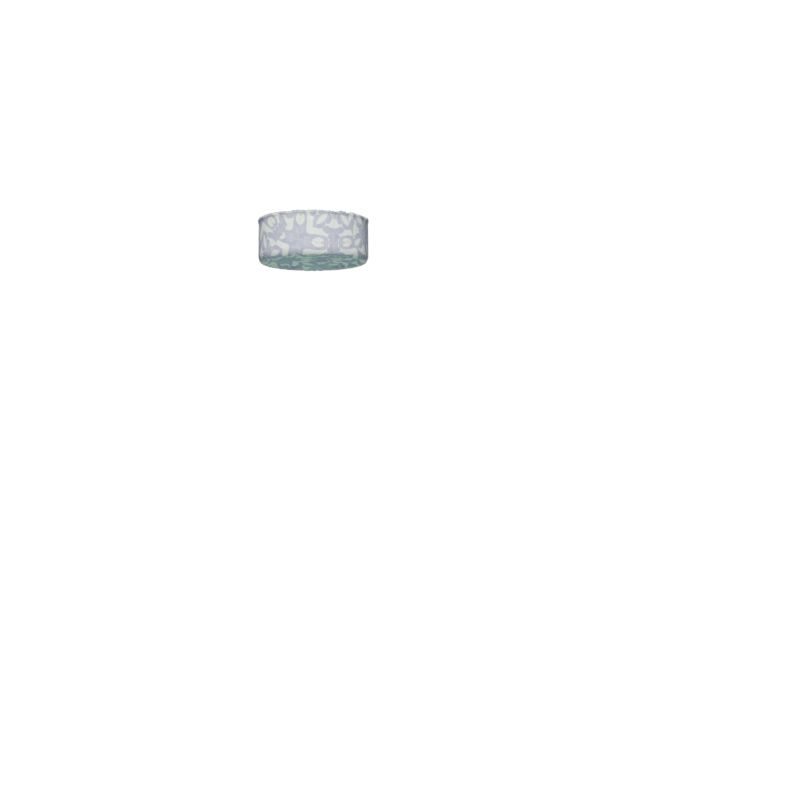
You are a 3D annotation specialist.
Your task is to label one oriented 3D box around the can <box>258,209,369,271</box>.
[{"bbox_3d":[-0.067,-0.122,0.853,0.086,0.034,0.085,0,-3,-2],"label":"can"}]
